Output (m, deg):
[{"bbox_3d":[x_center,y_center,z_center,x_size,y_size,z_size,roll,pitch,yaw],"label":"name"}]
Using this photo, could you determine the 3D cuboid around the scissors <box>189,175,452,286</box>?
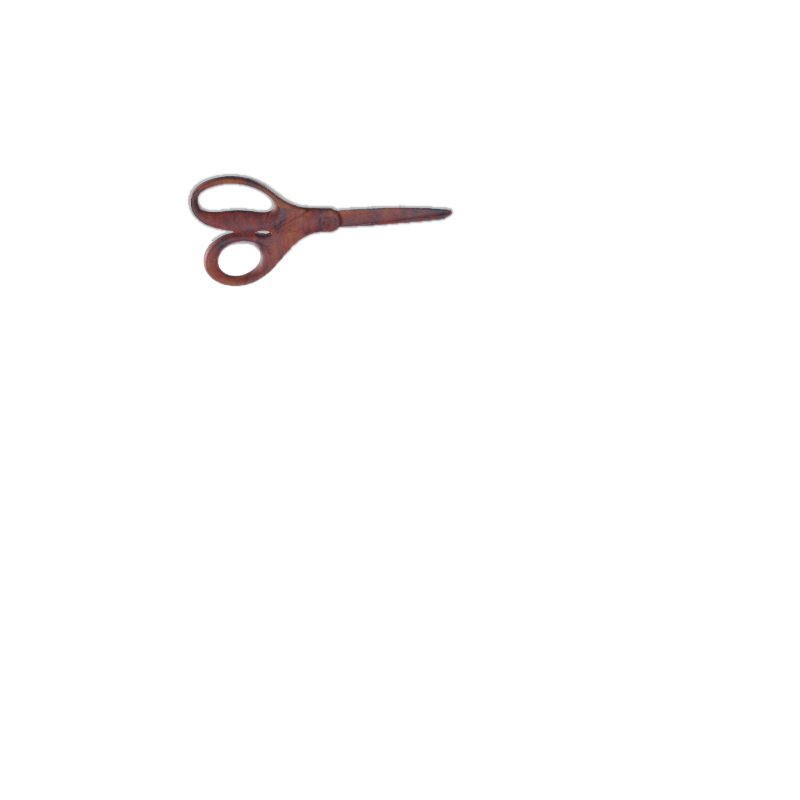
[{"bbox_3d":[-0.068,-0.124,0.867,0.200,0.093,0.016,12,16,-3],"label":"scissors"}]
